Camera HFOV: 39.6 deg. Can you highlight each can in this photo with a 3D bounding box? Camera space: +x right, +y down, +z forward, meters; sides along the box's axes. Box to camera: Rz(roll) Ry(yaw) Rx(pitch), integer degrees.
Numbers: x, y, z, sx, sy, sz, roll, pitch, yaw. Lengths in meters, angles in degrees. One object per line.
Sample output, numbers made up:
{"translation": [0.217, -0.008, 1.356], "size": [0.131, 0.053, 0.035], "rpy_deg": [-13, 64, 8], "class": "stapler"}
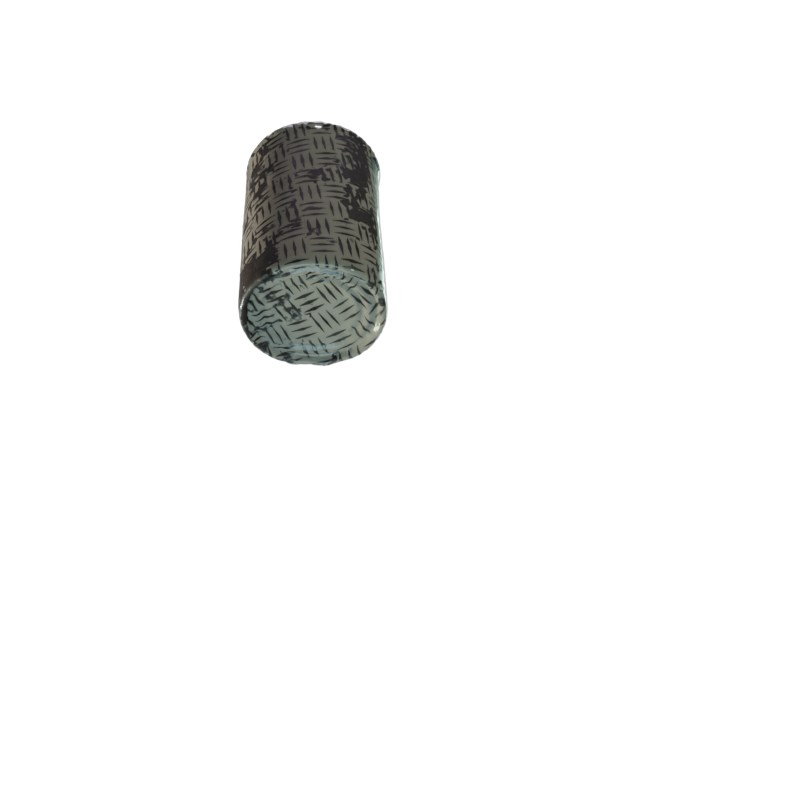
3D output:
{"translation": [-0.041, -0.075, 0.524], "size": [0.068, 0.110, 0.064], "rpy_deg": [-1, -45, -3], "class": "can"}
